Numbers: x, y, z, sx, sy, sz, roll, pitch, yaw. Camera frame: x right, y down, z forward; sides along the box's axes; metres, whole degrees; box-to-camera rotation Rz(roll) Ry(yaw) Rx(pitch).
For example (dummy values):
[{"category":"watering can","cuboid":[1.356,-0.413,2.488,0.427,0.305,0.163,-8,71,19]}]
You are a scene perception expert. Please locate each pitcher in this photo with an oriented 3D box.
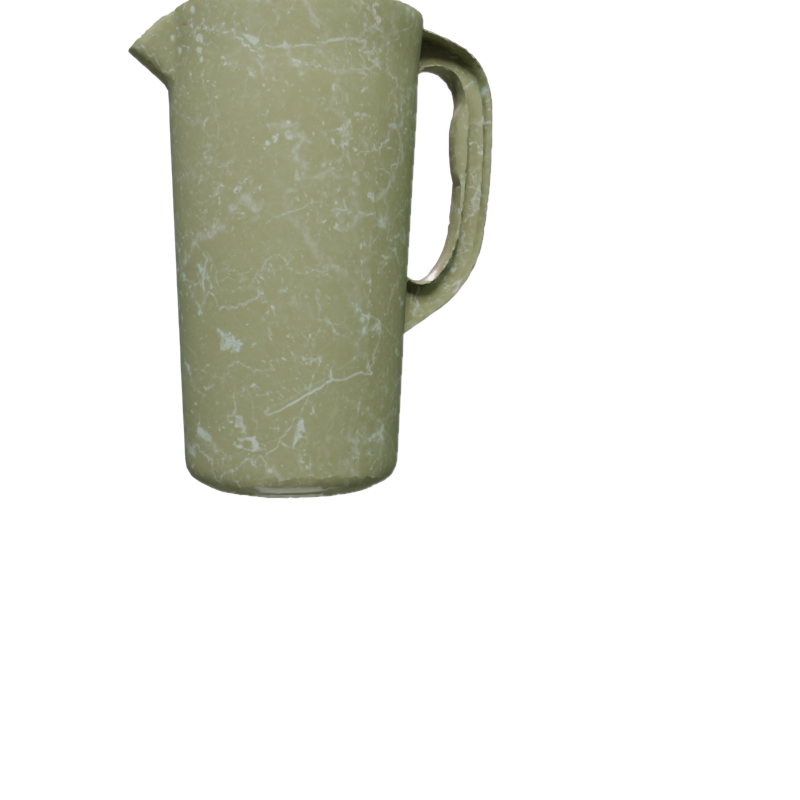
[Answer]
[{"category":"pitcher","cuboid":[-0.044,-0.081,0.568,0.154,0.243,0.140,1,1,29]}]
